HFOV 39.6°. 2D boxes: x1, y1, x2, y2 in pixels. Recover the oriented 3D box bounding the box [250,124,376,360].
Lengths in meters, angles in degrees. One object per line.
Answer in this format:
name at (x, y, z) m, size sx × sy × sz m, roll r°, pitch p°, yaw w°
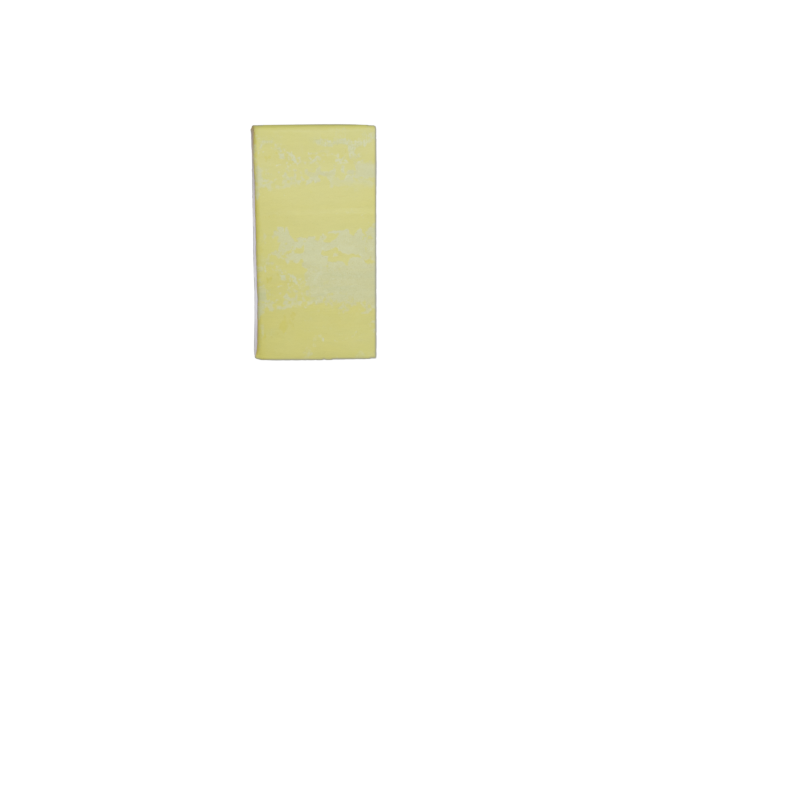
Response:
box at (-0.065, -0.119, 0.837) m, size 0.092 × 0.174 × 0.049 m, roll -1°, pitch 7°, yaw -7°
